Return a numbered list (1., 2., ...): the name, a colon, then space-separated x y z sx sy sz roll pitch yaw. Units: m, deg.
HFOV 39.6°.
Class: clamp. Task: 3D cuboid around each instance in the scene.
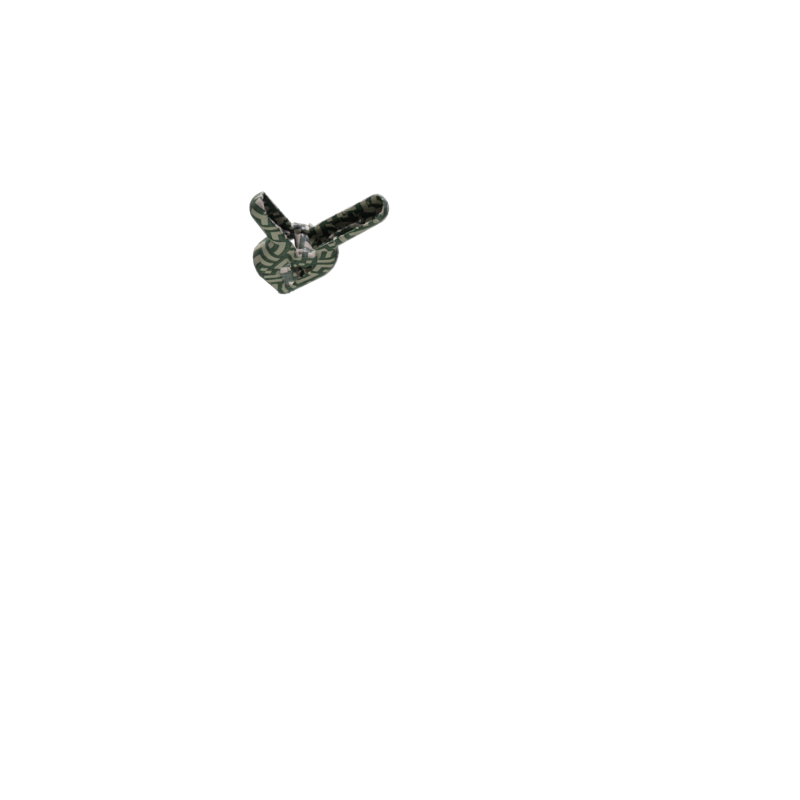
1. clamp: -0.078 -0.142 0.997 0.119 0.041 0.165 2 -17 -8
